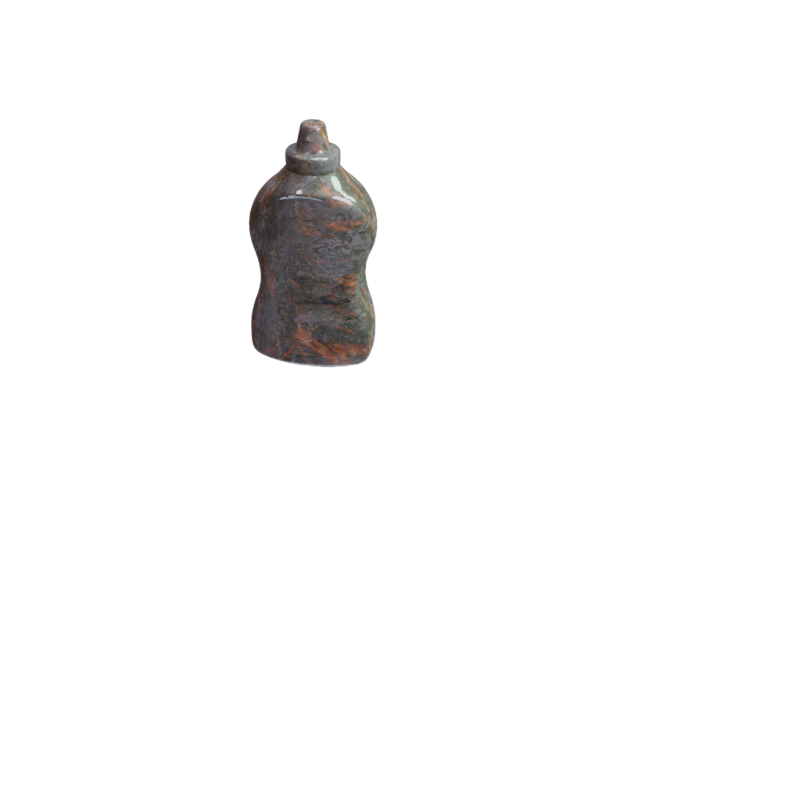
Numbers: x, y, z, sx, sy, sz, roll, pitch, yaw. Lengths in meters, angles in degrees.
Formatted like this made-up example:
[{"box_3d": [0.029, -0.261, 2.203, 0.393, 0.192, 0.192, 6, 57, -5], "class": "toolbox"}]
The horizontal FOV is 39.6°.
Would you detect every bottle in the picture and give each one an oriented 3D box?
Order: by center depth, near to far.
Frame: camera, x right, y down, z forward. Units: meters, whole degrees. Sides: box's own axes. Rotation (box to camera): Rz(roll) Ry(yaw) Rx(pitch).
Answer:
[{"box_3d": [-0.066, -0.120, 0.843, 0.098, 0.181, 0.061, 8, 28, 11], "class": "bottle"}]
